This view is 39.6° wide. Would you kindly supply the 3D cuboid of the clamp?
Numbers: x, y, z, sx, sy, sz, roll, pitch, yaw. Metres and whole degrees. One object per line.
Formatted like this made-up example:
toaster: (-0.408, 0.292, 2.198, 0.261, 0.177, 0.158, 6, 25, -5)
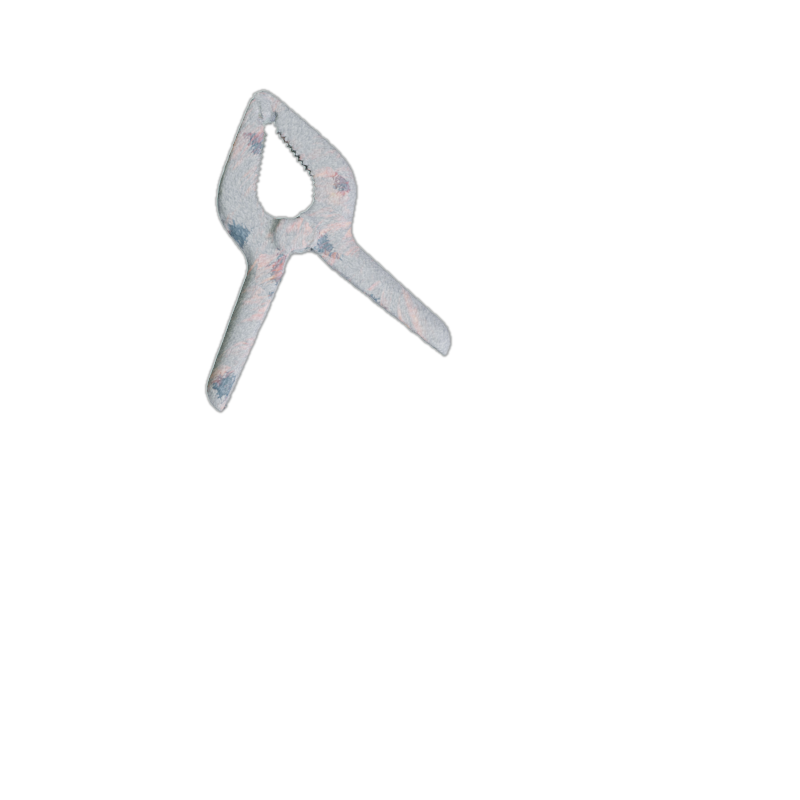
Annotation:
clamp: (-0.058, -0.106, 0.745, 0.164, 0.214, 0.036, -7, -8, -1)
